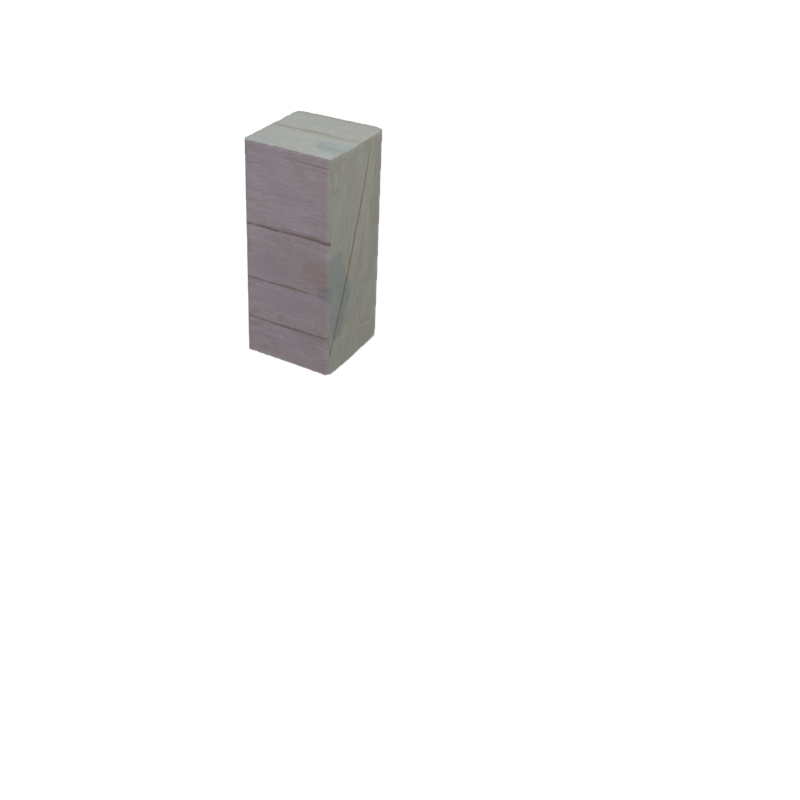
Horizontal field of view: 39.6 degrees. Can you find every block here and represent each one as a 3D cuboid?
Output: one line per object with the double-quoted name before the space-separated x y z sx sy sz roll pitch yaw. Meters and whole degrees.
"block" -0.077 -0.141 0.990 0.095 0.195 0.091 17 31 26
